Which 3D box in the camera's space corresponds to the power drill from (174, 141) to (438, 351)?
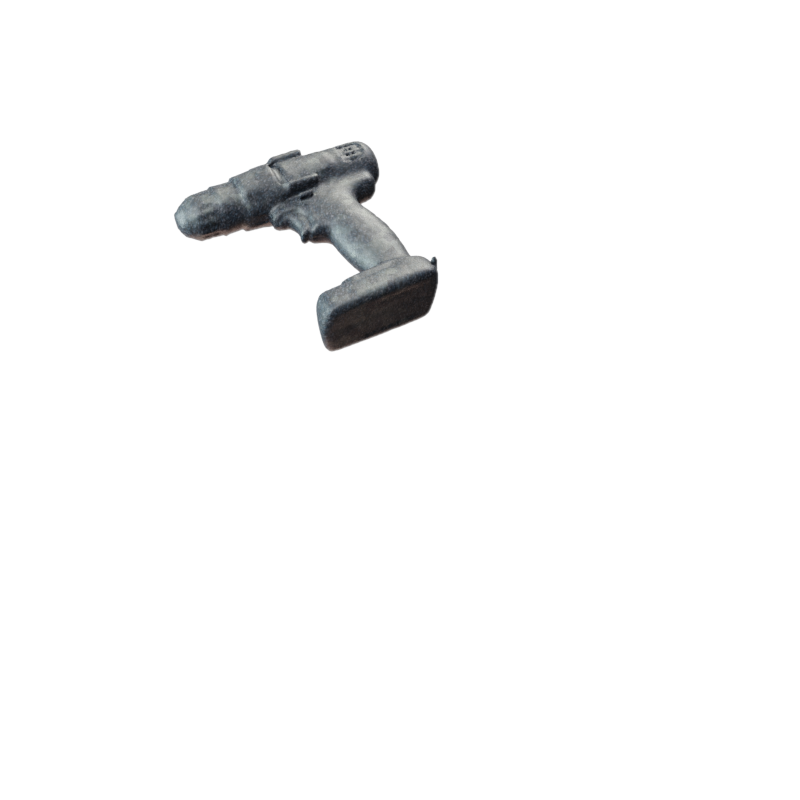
[{"bbox_3d":[-0.071,-0.129,0.905,0.183,0.202,0.053,-22,-36,-17],"label":"power drill"}]
